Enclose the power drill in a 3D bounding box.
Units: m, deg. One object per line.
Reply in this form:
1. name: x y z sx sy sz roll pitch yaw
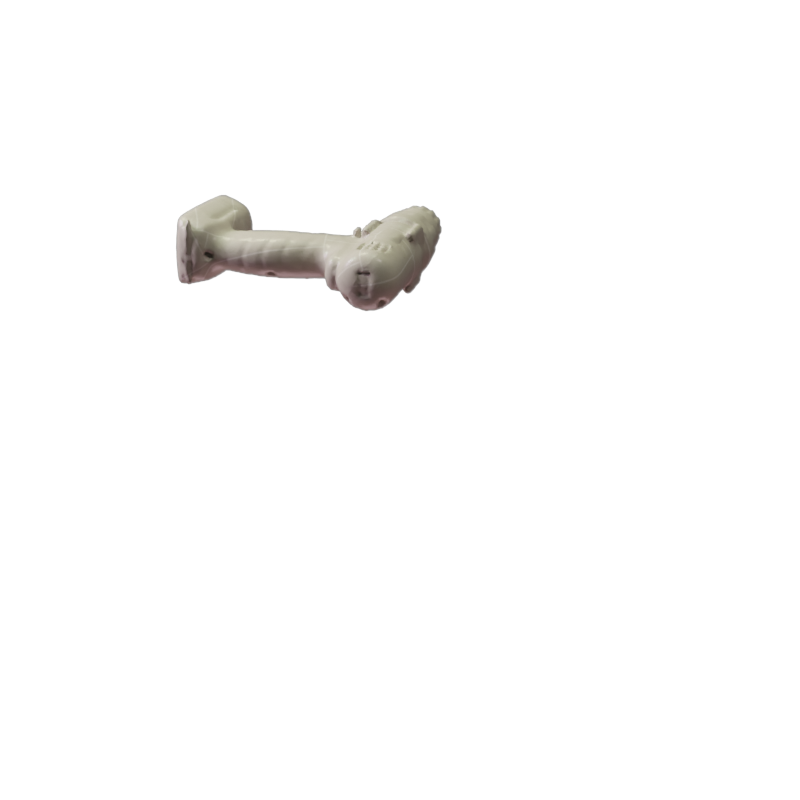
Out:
1. power drill: -0.069 -0.125 0.876 0.192 0.055 0.187 6 21 15
